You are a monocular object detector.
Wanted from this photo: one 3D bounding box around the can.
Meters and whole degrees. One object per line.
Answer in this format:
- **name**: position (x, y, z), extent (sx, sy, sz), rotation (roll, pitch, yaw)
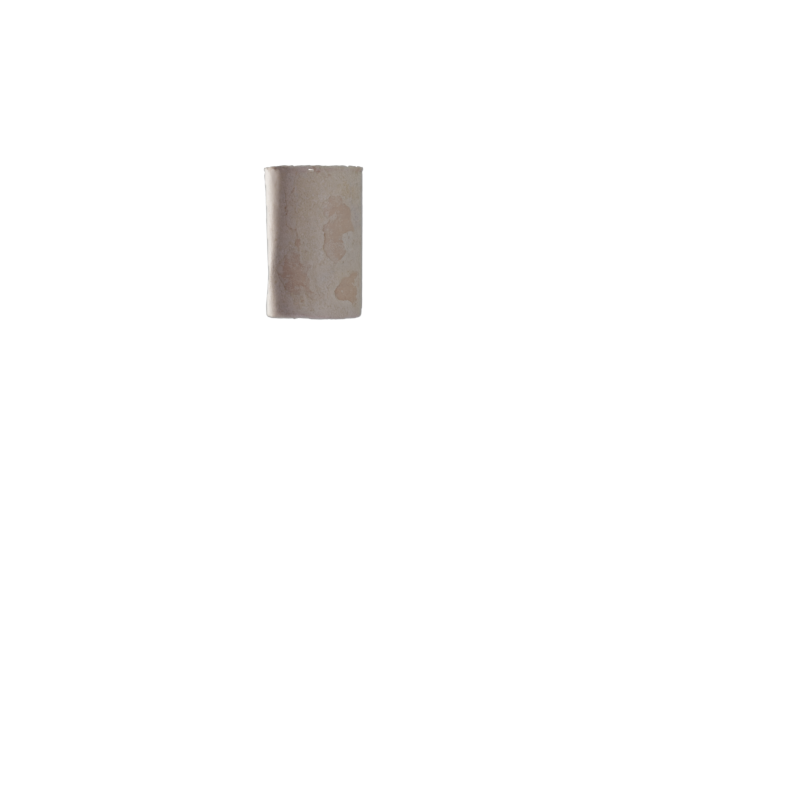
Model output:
- **can**: position (-0.059, -0.108, 0.757), extent (0.068, 0.102, 0.069), rotation (0, 3, -2)
